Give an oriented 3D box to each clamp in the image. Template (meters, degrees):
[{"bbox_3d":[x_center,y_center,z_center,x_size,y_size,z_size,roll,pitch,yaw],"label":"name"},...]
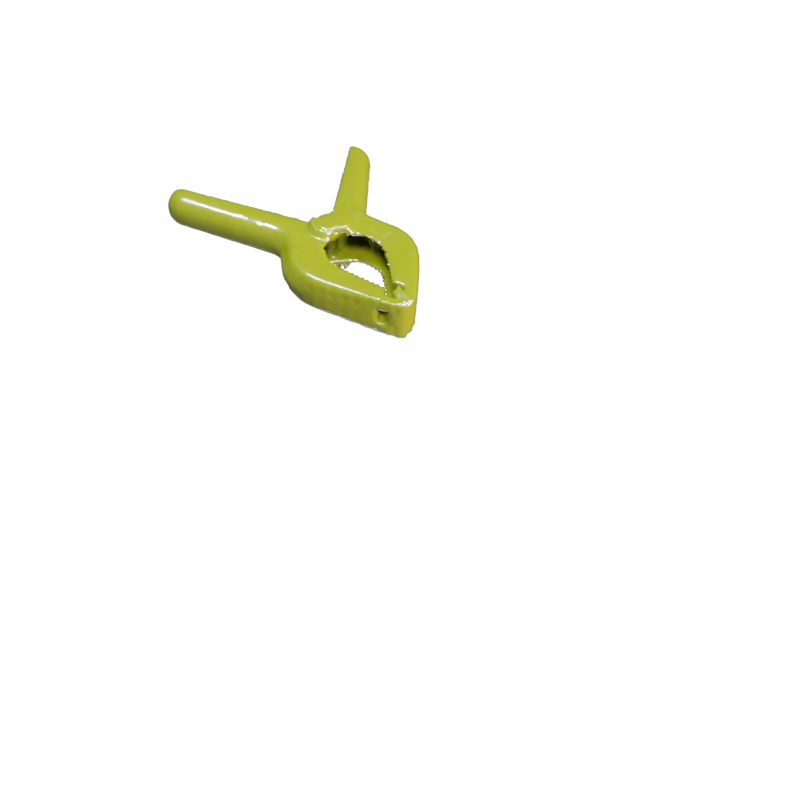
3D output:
[{"bbox_3d":[-0.060,-0.110,0.771,0.162,0.034,0.227,-15,41,-18],"label":"clamp"}]
